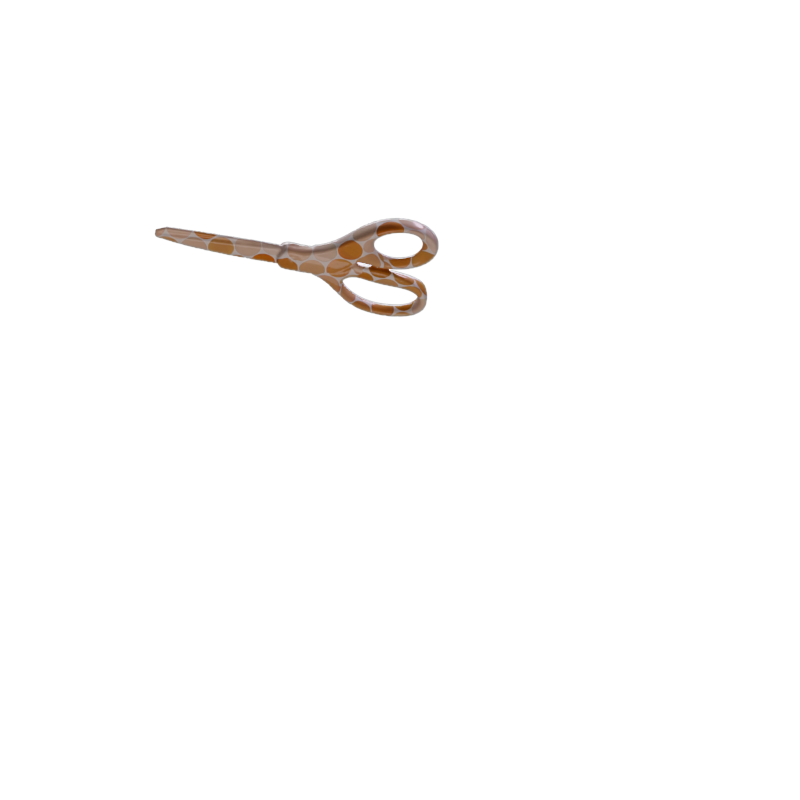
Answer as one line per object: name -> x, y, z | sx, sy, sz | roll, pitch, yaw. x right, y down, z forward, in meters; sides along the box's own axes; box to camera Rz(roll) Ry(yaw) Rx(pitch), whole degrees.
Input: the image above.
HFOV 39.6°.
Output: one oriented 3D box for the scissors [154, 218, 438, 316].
scissors -> -0.061, -0.111, 0.777 | 0.194, 0.017, 0.093 | 21, -48, -20
